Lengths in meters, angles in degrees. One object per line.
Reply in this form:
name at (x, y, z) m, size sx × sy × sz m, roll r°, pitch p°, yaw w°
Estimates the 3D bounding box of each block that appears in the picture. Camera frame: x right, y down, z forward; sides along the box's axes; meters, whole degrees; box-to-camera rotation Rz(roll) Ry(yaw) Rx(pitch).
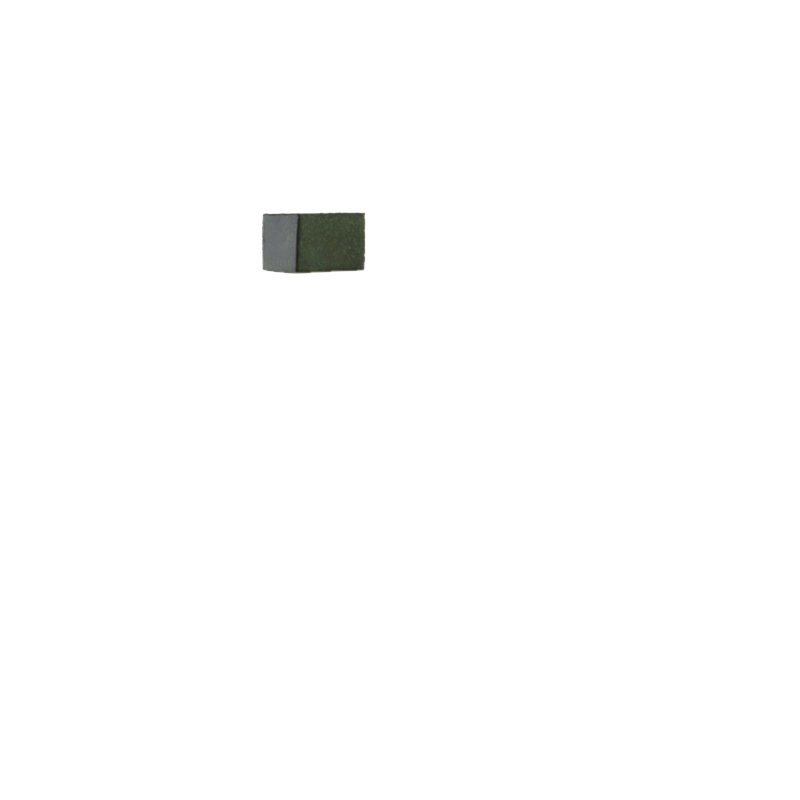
block at (-0.076, -0.139, 0.970) m, size 0.075 × 0.051 × 0.055 m, roll -7°, pitch 10°, yaw -41°
